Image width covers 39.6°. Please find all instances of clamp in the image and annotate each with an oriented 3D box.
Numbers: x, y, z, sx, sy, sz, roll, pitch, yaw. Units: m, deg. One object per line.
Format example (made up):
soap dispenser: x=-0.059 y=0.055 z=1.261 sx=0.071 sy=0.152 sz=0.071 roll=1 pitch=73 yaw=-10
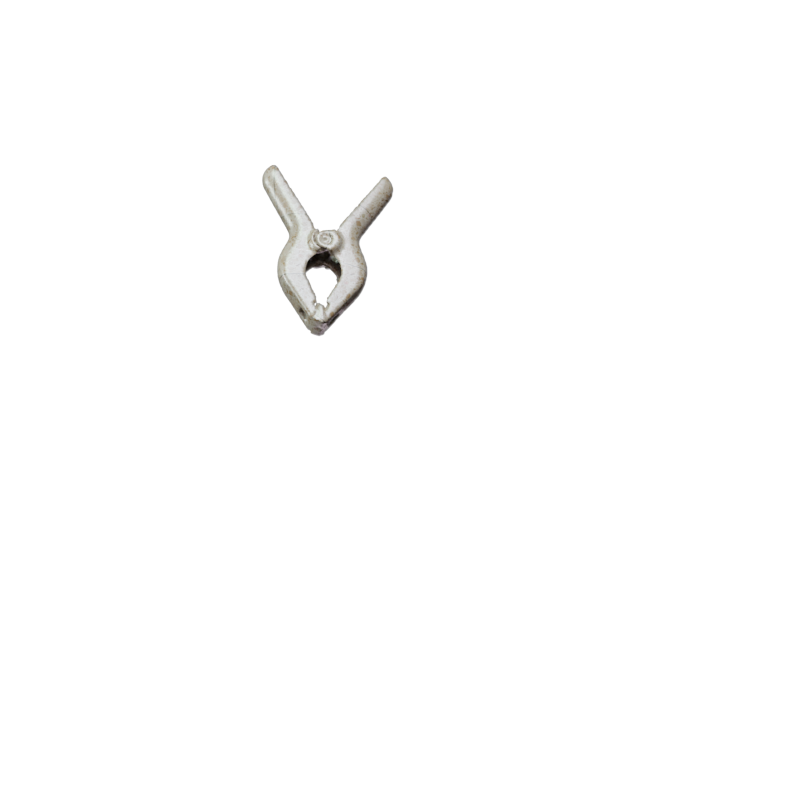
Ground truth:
clamp: x=-0.078 y=-0.141 z=0.991 sx=0.121 sy=0.181 sz=0.037 roll=8 pitch=-33 yaw=5
